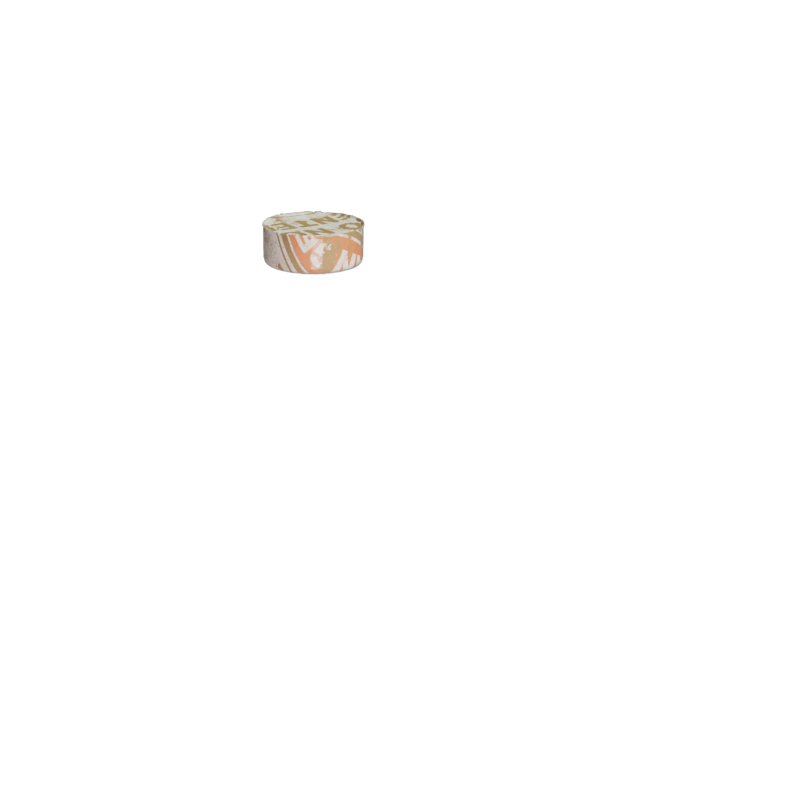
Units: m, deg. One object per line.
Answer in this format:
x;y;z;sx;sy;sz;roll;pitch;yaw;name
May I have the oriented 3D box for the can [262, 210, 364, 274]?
-0.073;-0.133;0.931;0.086;0.032;0.090;-1;22;-2;can
